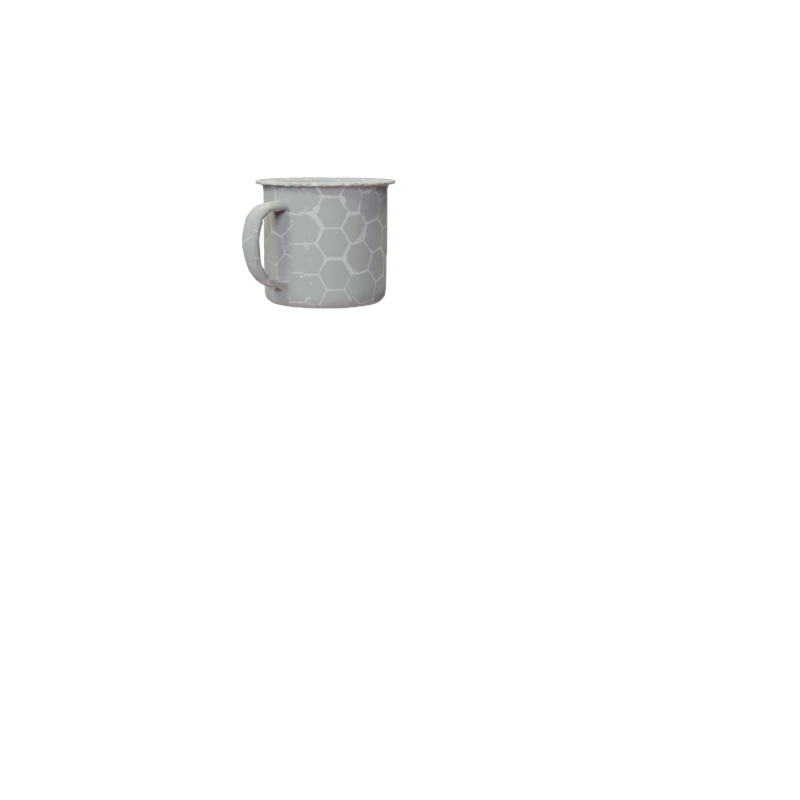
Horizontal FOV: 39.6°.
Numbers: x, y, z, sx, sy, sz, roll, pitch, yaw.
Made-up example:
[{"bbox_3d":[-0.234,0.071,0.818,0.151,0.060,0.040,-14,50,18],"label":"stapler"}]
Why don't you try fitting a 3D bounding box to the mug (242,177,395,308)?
[{"bbox_3d":[-0.057,-0.104,0.731,0.098,0.080,0.114,8,13,39],"label":"mug"}]
